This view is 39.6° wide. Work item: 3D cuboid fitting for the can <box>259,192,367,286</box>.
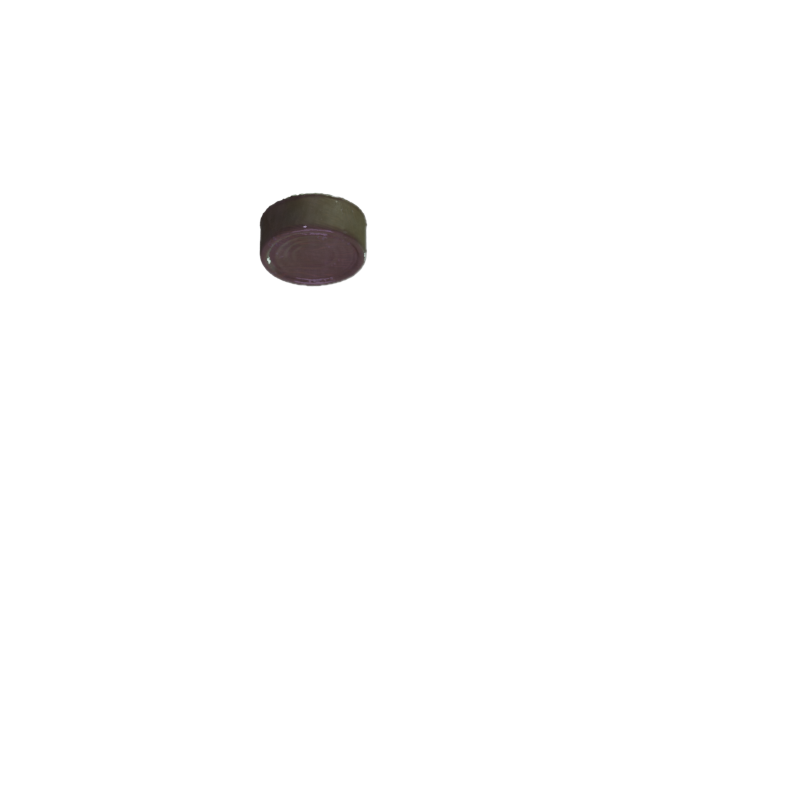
[{"bbox_3d":[-0.068,-0.125,0.875,0.086,0.036,0.081,1,-29,-2],"label":"can"}]
